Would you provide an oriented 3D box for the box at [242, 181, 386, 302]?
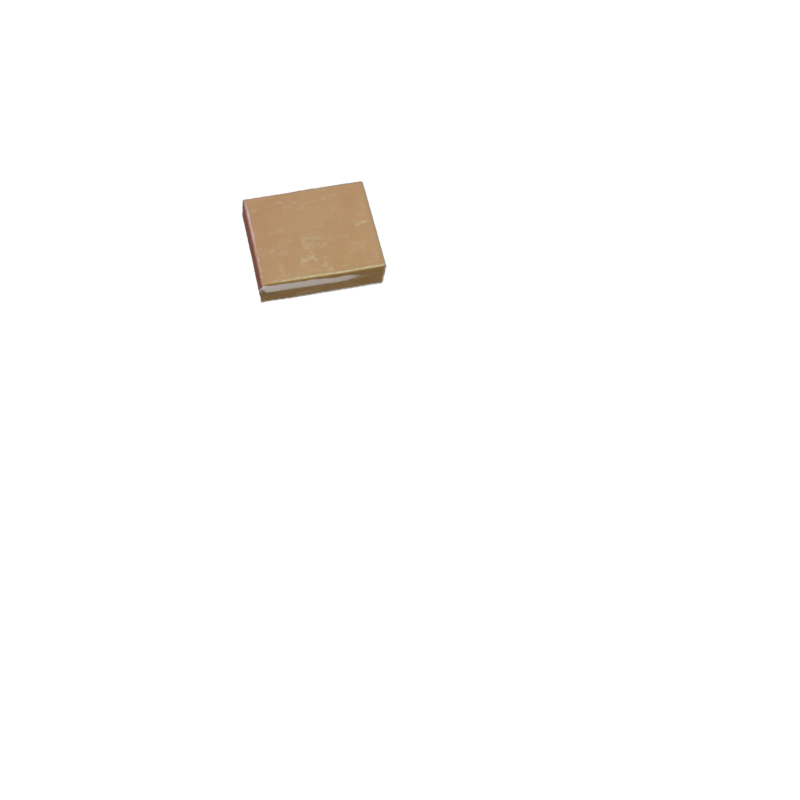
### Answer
[{"bbox_3d":[-0.077,-0.140,0.978,0.113,0.096,0.037,-11,-28,-7],"label":"box"}]
